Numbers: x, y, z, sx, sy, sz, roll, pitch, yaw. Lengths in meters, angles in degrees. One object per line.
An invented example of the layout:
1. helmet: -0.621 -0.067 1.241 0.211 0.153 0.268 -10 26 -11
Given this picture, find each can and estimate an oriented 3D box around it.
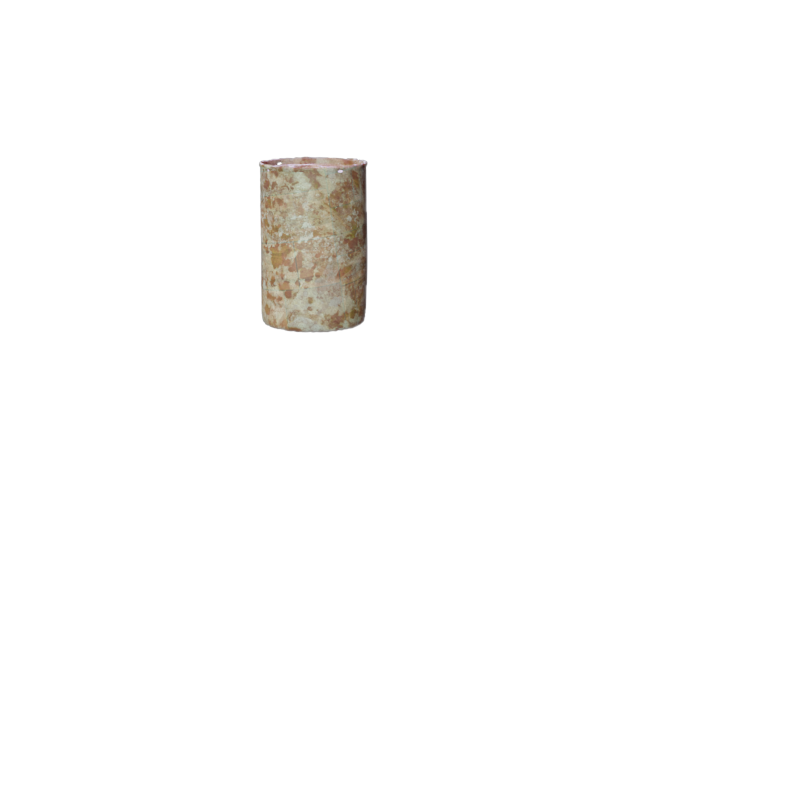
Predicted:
1. can: -0.055 -0.100 0.700 0.068 0.100 0.071 0 12 -2
